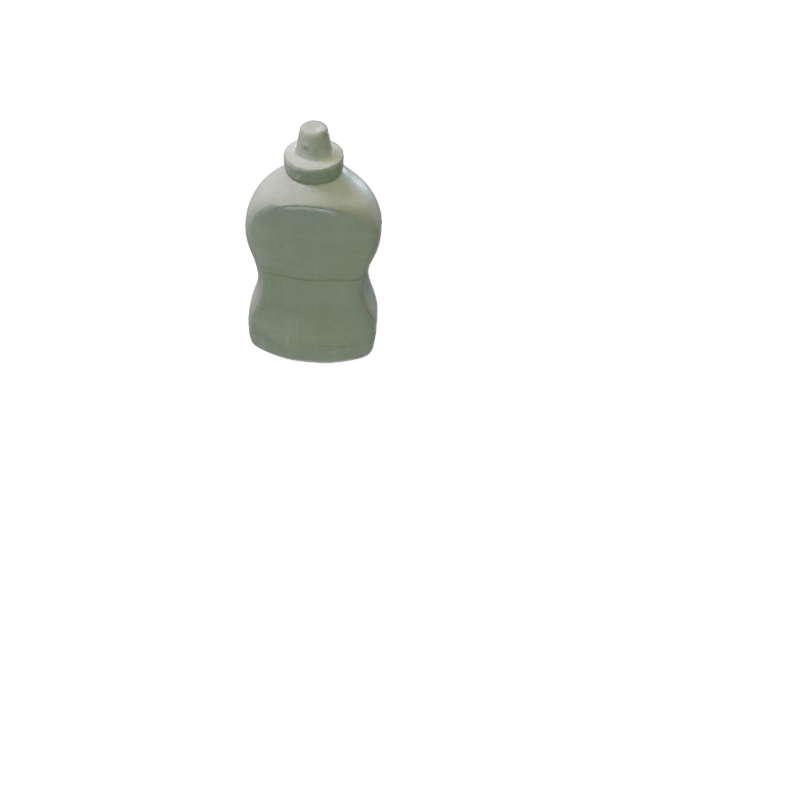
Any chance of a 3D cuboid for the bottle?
[{"bbox_3d":[-0.062,-0.114,0.794,0.097,0.179,0.062,8,41,5],"label":"bottle"}]
